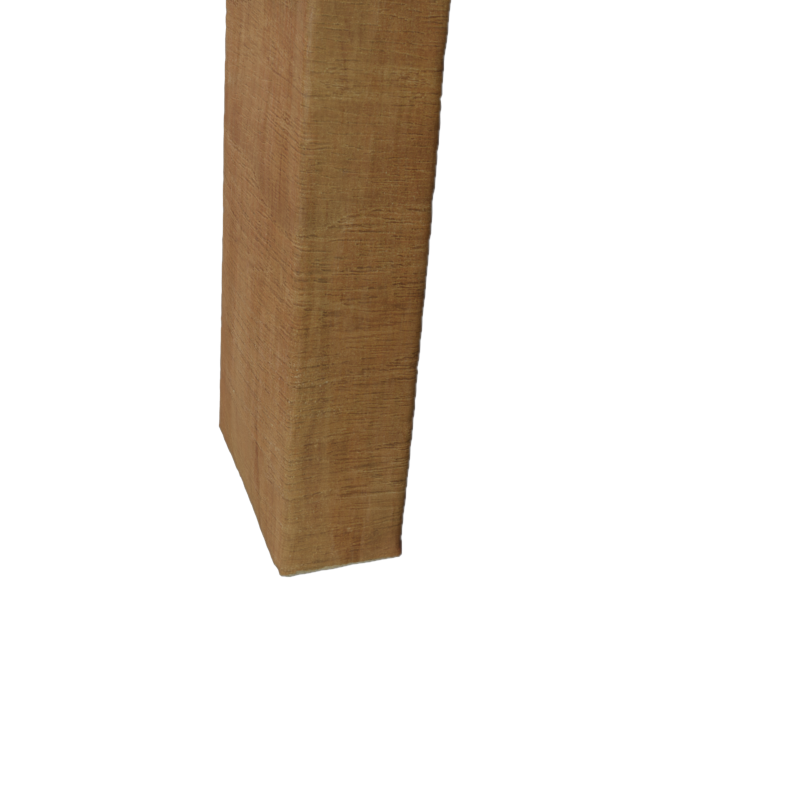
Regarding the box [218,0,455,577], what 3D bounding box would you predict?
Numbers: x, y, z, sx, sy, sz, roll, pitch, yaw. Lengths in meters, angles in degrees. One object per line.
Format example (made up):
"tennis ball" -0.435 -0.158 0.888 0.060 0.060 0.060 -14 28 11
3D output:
"box" -0.027 -0.048 0.337 0.047 0.168 0.100 -6 25 -19
